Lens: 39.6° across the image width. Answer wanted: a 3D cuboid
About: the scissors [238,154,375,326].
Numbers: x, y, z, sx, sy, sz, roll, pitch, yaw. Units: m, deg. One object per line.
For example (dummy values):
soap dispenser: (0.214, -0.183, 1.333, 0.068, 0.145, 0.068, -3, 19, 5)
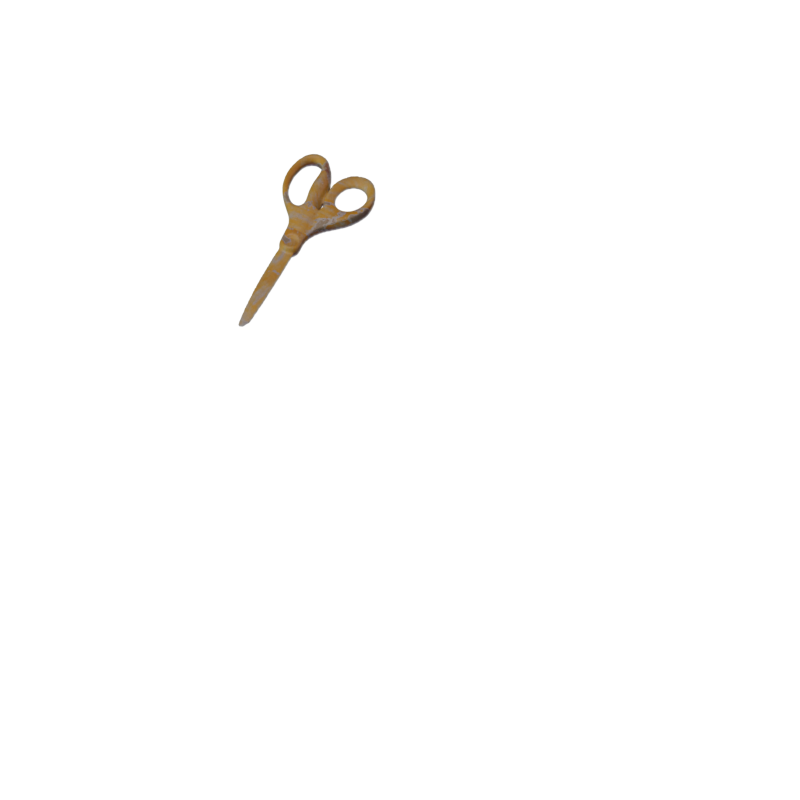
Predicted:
scissors: (-0.078, -0.142, 0.996, 0.097, 0.214, 0.015, 6, -35, 4)
